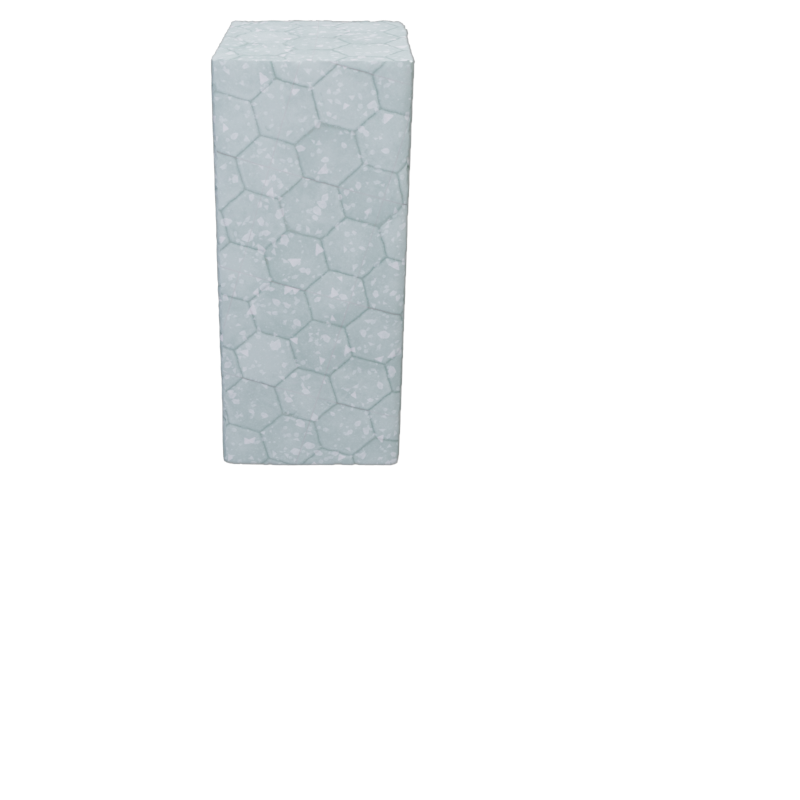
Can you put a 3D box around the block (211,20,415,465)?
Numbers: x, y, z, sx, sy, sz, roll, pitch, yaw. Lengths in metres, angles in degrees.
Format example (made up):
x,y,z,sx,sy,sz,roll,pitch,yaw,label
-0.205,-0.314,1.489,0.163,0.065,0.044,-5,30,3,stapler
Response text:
x,y,z,sx,sy,sz,roll,pitch,yaw,label
-0.043,-0.079,0.557,0.090,0.196,0.095,1,24,-1,block
